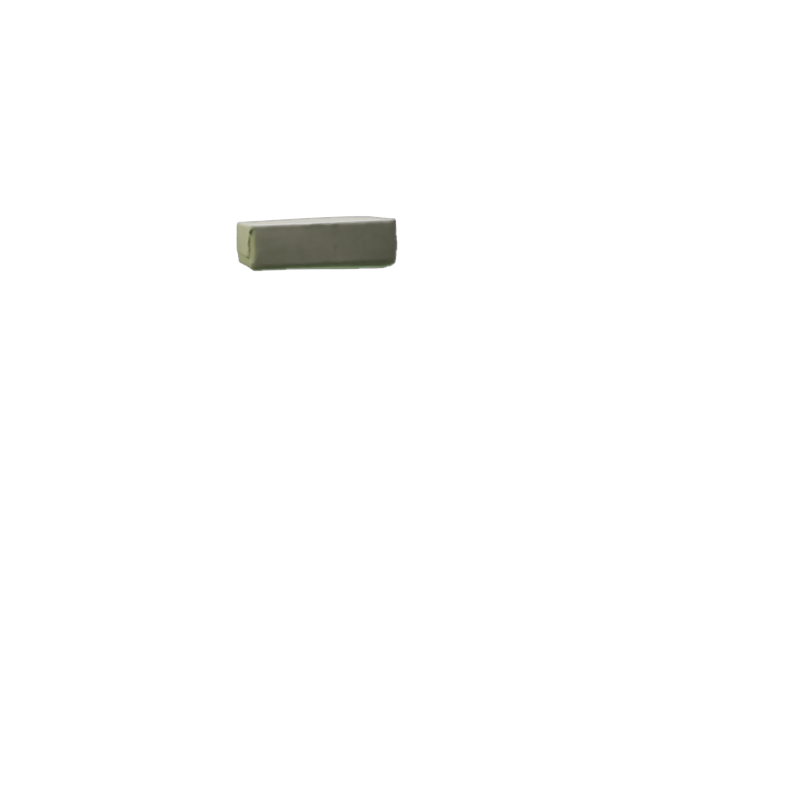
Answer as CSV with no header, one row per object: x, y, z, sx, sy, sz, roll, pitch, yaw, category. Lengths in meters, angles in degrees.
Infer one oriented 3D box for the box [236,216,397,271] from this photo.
-0.067,-0.122,0.857,0.112,0.038,0.093,-2,11,-12,box
